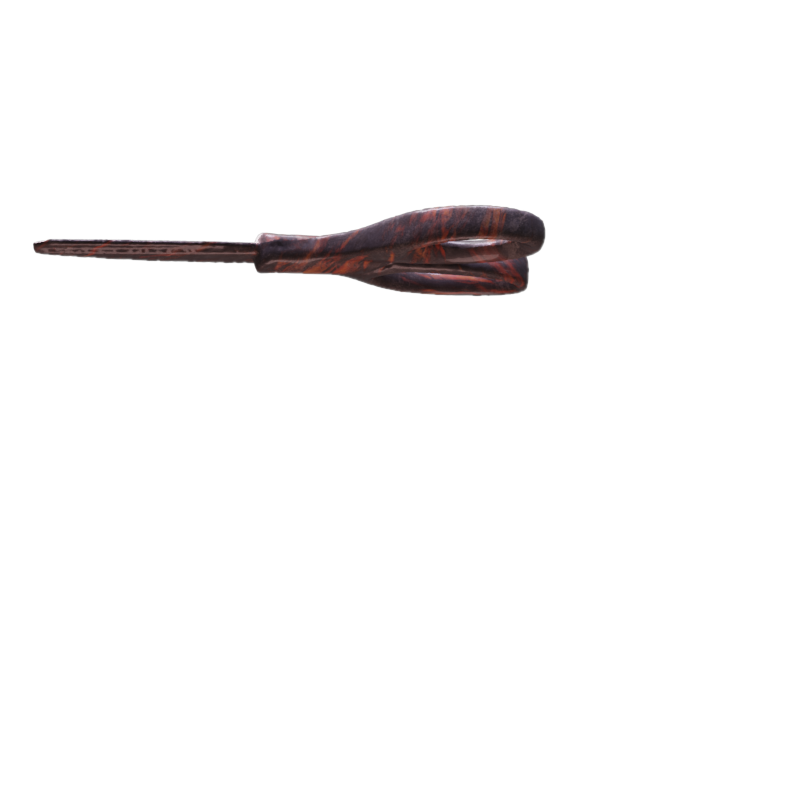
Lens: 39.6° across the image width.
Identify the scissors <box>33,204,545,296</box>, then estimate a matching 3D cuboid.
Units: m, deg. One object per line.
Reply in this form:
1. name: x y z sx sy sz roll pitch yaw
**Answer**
1. scissors: -0.033 -0.061 0.428 0.196 0.016 0.096 4 -11 -20
